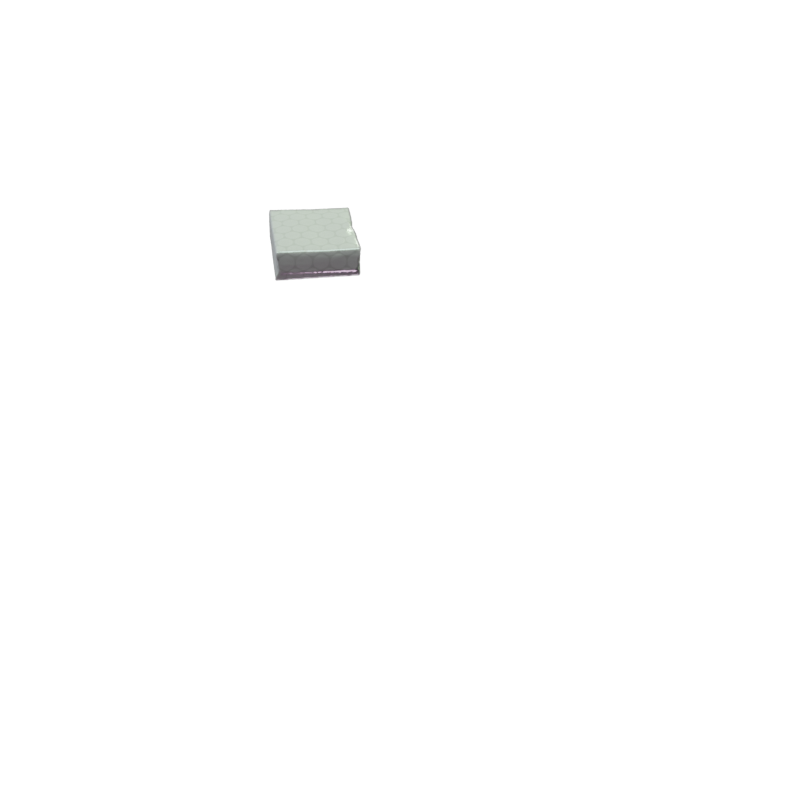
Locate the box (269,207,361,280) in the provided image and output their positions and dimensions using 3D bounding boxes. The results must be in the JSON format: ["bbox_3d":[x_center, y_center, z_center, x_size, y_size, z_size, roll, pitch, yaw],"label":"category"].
[{"bbox_3d":[-0.076,-0.138,0.969,0.073,0.028,0.095,-4,32,-6],"label":"box"}]
